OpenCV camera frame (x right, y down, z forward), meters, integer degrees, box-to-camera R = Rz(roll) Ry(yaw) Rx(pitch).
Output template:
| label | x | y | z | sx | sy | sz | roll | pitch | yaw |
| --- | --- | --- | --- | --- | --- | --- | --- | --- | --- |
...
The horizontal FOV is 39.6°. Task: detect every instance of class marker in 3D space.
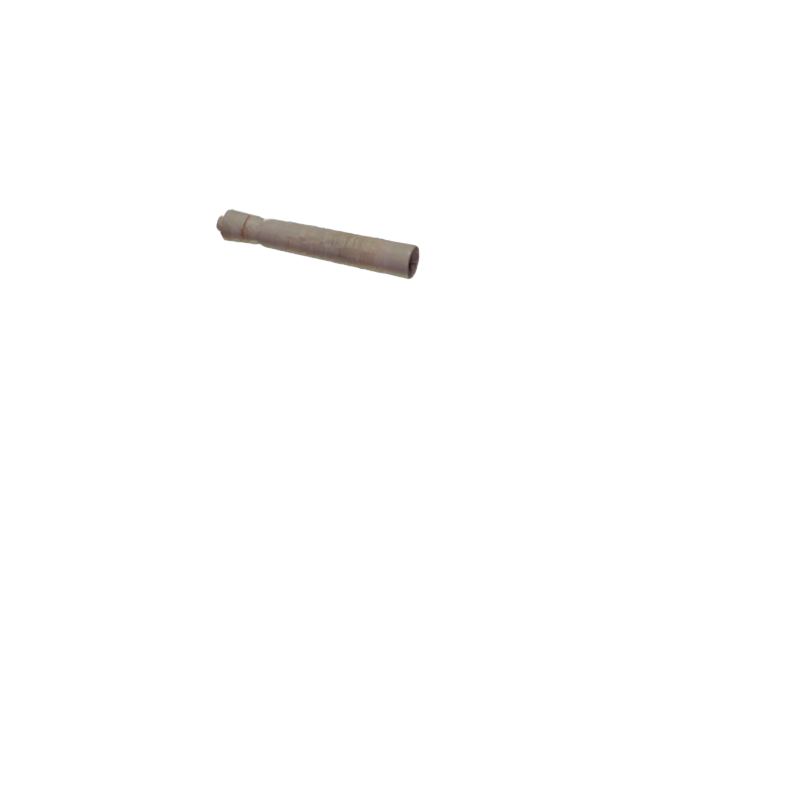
| label | x | y | z | sx | sy | sz | roll | pitch | yaw |
| --- | --- | --- | --- | --- | --- | --- | --- | --- | --- |
| marker | -0.049 | -0.089 | 0.623 | 0.126 | 0.019 | 0.019 | 14 | 9 | 22 |
